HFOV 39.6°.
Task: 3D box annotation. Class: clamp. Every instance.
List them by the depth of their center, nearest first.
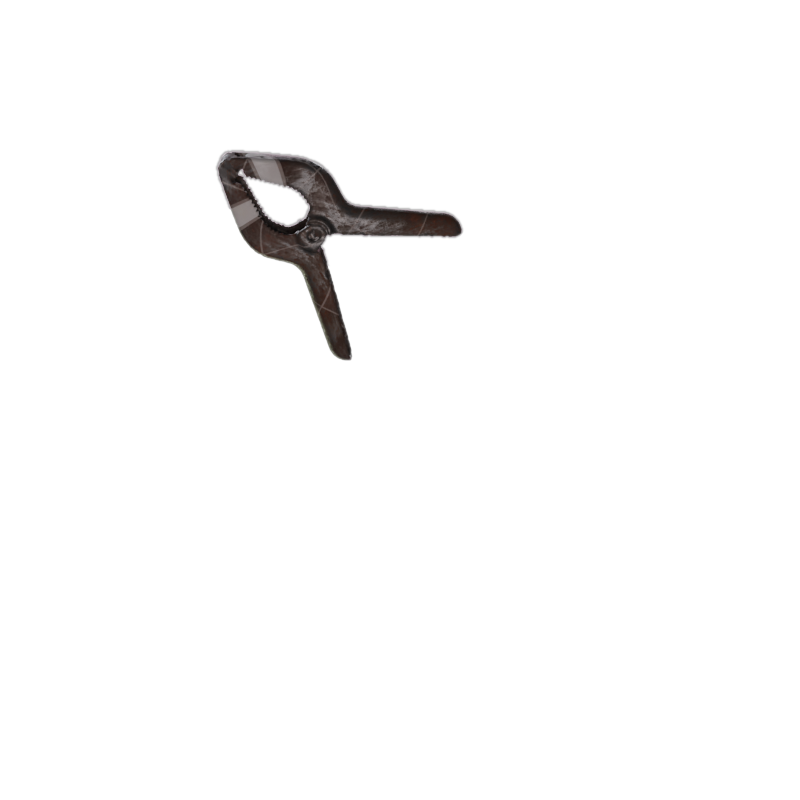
[{"bbox_3d":[-0.075,-0.137,0.961,0.205,0.161,0.038,30,17,-10],"label":"clamp"}]
